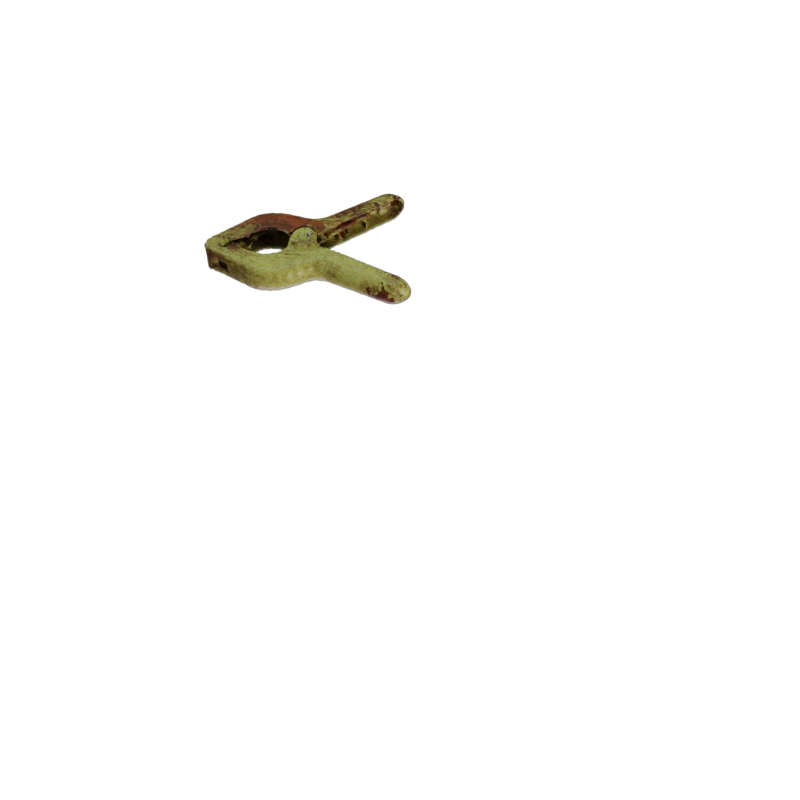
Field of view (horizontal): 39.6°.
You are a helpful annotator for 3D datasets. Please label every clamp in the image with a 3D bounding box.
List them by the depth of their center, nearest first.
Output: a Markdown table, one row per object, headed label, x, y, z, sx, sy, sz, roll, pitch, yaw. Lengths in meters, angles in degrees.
| label | x | y | z | sx | sy | sz | roll | pitch | yaw |
| --- | --- | --- | --- | --- | --- | --- | --- | --- | --- |
| clamp | -0.072 | -0.131 | 0.915 | 0.173 | 0.037 | 0.127 | 6 | 42 | 6 |
